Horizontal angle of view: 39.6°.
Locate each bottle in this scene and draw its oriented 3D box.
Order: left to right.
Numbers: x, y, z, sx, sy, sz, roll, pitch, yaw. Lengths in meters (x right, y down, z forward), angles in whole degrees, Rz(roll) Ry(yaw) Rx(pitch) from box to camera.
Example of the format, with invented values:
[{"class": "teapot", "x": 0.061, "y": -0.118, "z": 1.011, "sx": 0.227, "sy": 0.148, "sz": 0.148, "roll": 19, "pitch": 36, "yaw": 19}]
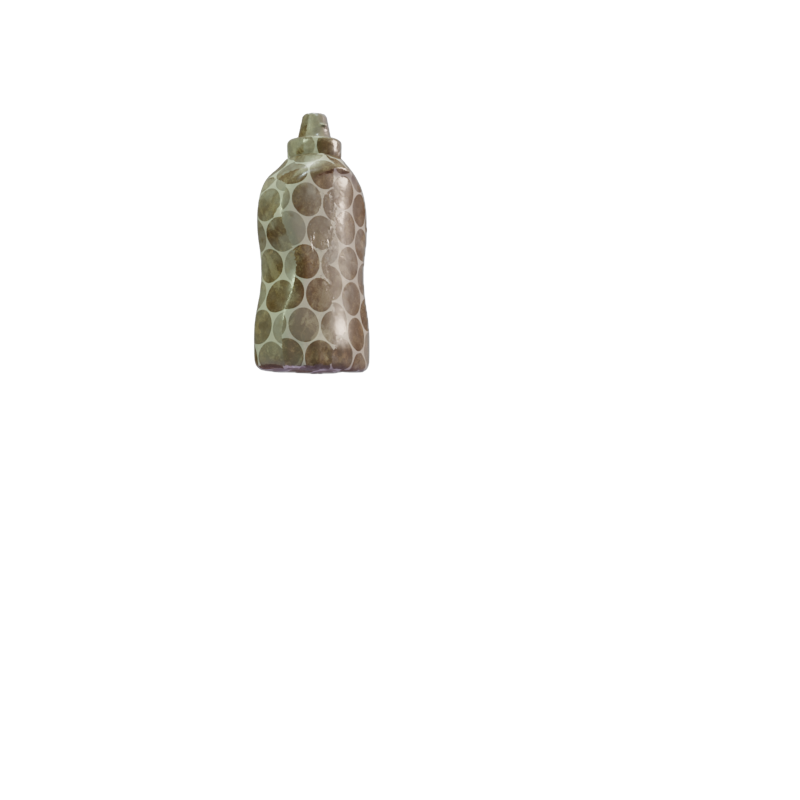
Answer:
[{"class": "bottle", "x": -0.064, "y": -0.117, "z": 0.818, "sx": 0.060, "sy": 0.196, "sz": 0.091, "roll": -8, "pitch": -11, "yaw": 42}]
